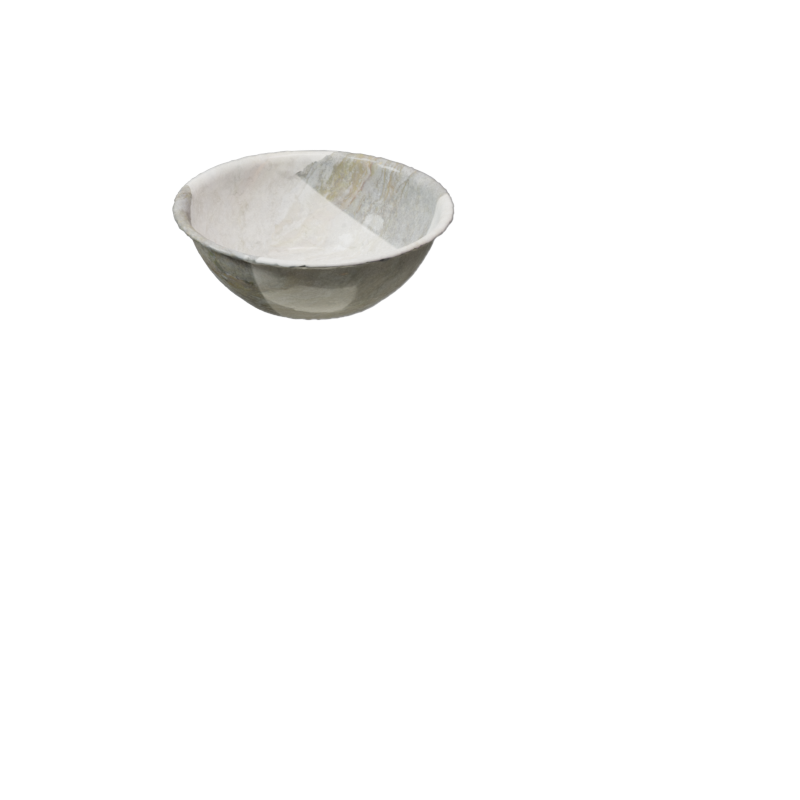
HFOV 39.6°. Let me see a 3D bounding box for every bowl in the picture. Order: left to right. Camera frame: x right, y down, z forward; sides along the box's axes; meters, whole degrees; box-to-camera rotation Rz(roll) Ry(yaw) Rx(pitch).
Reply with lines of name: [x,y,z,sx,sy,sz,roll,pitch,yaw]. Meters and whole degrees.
bowl: [-0.051,-0.093,0.648,0.162,0.052,0.172,-1,31,-2]
